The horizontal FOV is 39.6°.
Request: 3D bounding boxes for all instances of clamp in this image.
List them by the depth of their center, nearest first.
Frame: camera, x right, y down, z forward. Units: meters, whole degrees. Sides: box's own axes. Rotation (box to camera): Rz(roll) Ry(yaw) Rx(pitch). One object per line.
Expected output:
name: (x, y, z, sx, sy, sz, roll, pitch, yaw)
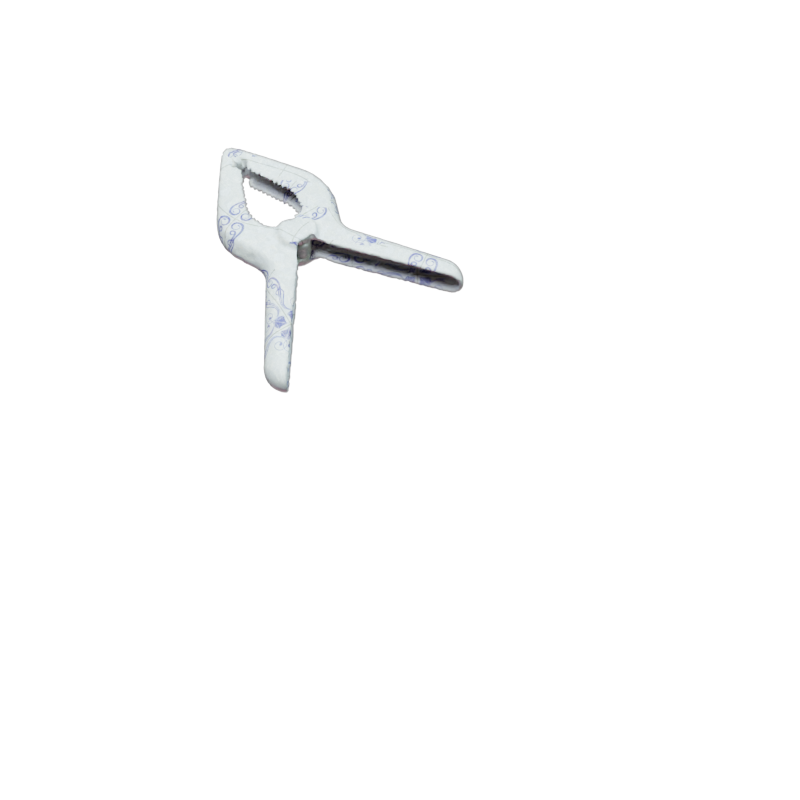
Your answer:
clamp: (-0.065, -0.119, 0.833, 0.164, 0.226, 0.034, -24, -32, -16)
